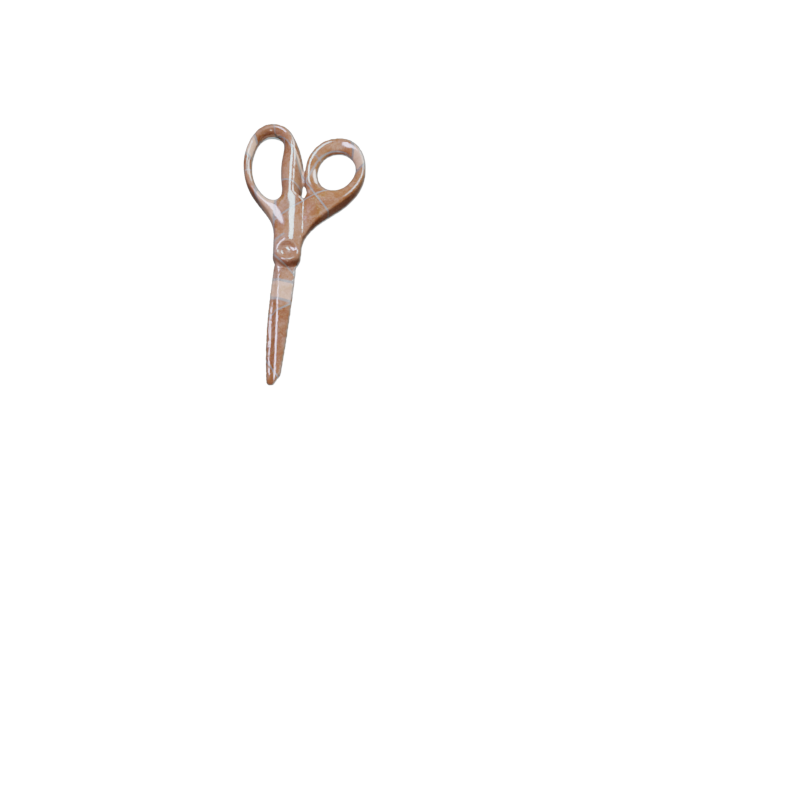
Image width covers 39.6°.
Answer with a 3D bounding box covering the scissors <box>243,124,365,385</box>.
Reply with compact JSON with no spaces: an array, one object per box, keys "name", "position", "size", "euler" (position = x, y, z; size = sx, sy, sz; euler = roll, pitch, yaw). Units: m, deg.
[{"name":"scissors","position":[-0.060,-0.109,0.763],"size":[0.096,0.216,0.015],"euler":[-10,-28,-6]}]
